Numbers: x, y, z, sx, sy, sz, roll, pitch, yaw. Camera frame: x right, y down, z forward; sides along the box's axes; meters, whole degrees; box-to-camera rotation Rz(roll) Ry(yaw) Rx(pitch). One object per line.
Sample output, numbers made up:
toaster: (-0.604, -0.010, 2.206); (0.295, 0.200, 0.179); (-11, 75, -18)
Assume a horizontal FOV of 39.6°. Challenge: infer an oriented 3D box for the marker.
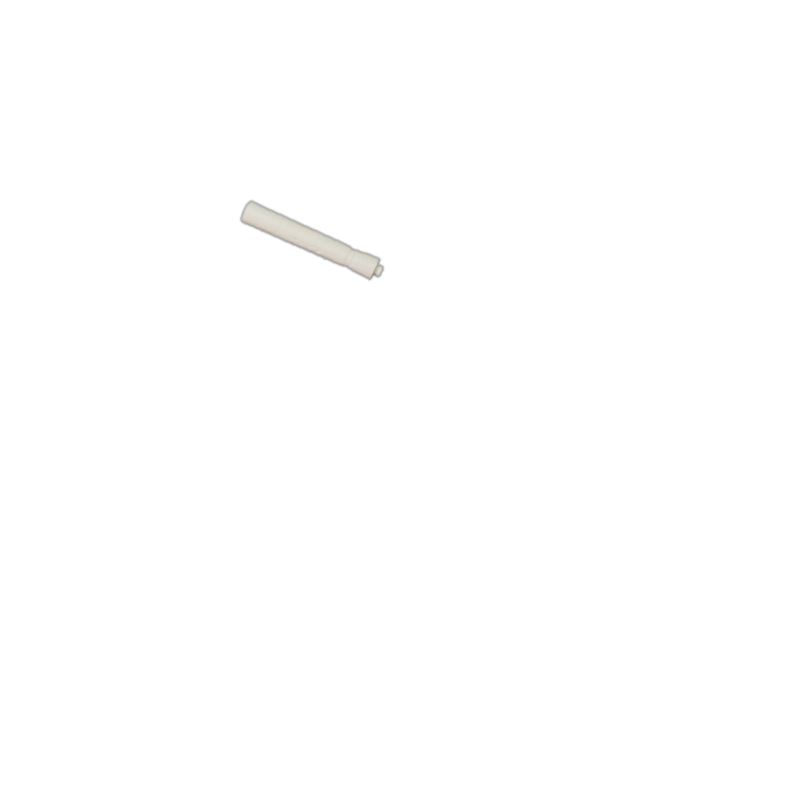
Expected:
marker: (-0.070, -0.128, 0.893); (0.123, 0.020, 0.020); (25, 6, 7)
